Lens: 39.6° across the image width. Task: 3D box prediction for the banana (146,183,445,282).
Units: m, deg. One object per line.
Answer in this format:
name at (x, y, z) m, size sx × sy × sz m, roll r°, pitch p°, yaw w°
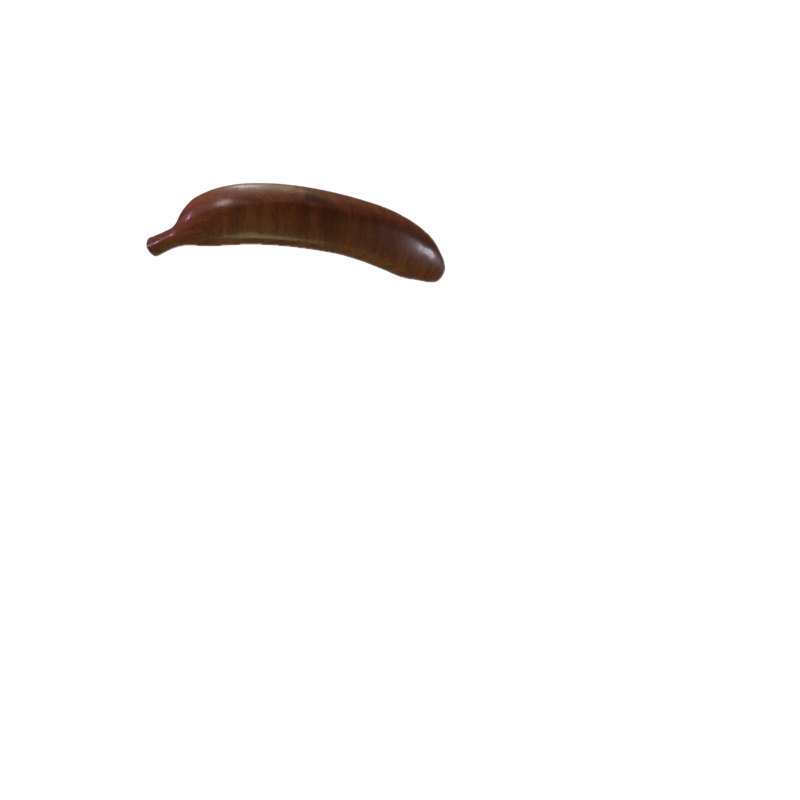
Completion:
banana at (-0.049, -0.102, 0.672) m, size 0.191 × 0.038 × 0.069 m, roll 5°, pitch -15°, yaw -22°
